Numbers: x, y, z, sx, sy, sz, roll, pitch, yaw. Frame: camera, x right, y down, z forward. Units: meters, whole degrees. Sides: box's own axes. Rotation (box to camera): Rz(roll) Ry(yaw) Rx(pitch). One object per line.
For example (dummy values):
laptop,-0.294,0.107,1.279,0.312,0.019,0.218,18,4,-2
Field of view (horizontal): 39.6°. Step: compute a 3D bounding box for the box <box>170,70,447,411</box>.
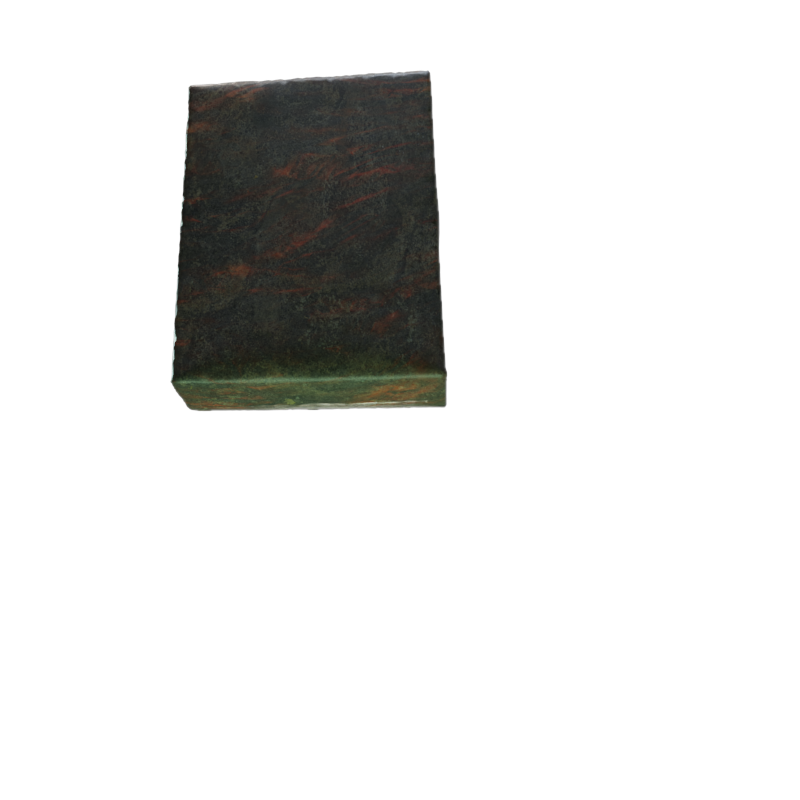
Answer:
box,-0.056,-0.102,0.716,0.165,0.226,0.067,-3,-25,4
